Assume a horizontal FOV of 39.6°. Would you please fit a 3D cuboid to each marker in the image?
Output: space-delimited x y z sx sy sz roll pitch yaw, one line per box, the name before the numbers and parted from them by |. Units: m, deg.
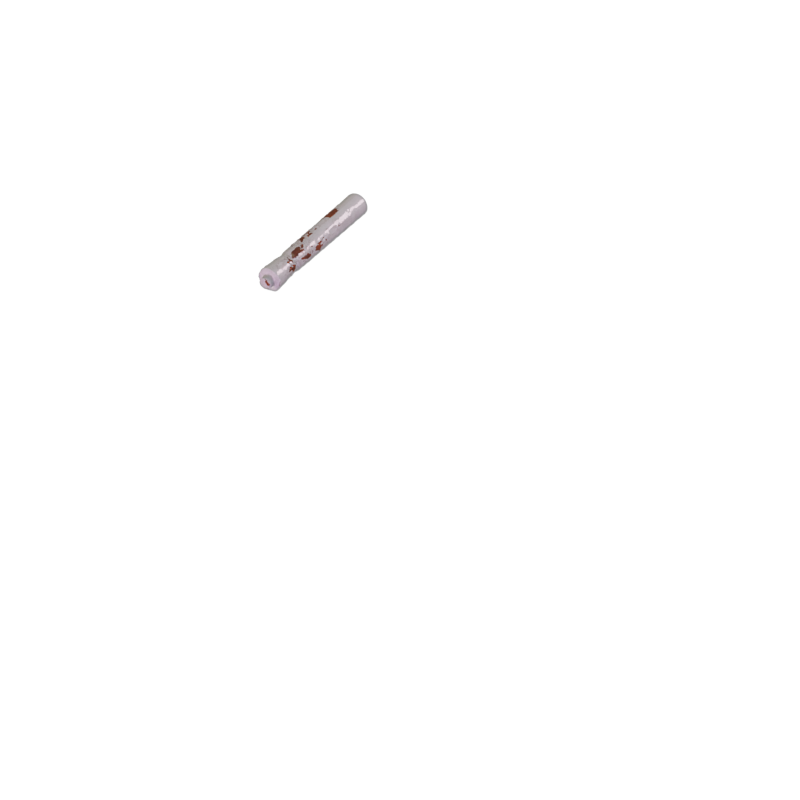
marker | -0.063 -0.115 0.805 0.020 0.019 0.124 2 35 36
